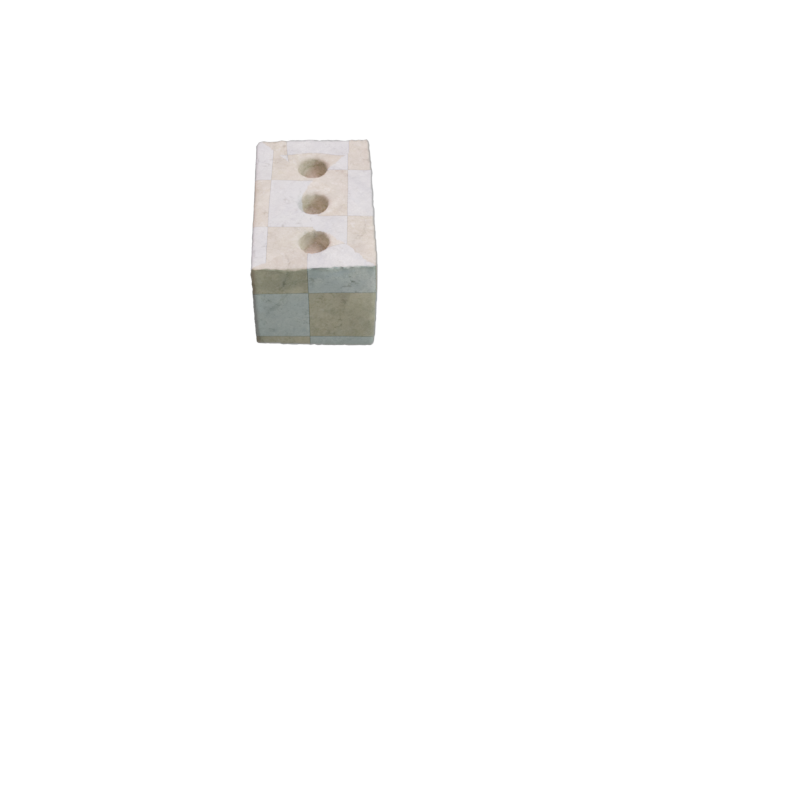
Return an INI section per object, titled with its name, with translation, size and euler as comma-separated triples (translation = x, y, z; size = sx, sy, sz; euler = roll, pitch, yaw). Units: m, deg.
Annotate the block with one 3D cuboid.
[block]
translation = -0.038, -0.070, 0.488
size = 0.053, 0.084, 0.048
euler = -2, -39, -3
